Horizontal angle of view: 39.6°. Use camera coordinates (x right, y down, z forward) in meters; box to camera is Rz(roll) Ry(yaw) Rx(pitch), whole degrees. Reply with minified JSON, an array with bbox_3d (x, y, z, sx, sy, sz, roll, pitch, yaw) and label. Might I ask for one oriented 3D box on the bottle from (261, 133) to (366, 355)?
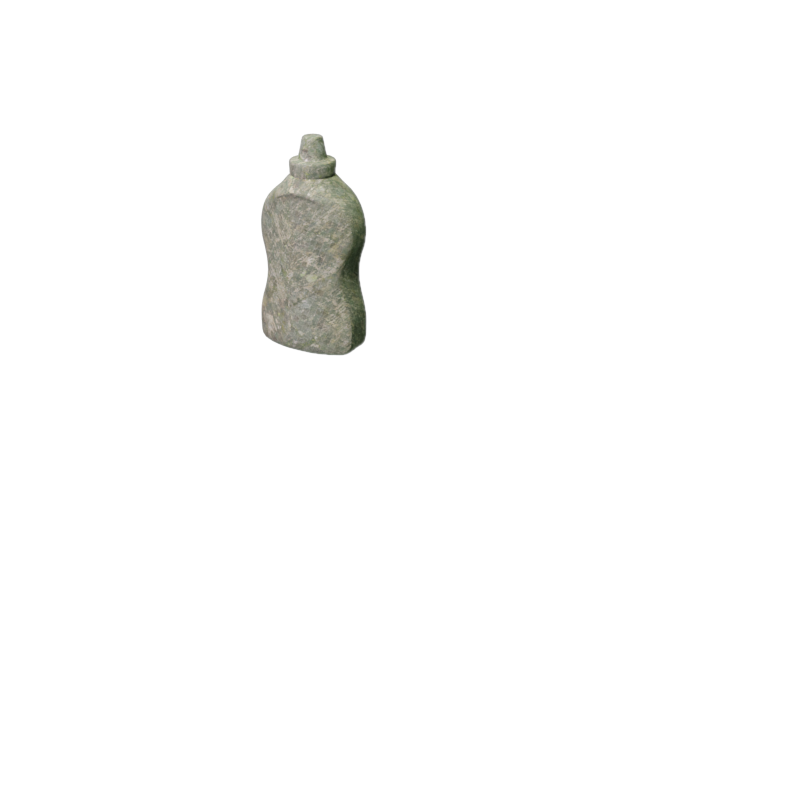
[{"bbox_3d":[-0.077,-0.140,0.979,0.100,0.184,0.058,13,22,29],"label":"bottle"}]
